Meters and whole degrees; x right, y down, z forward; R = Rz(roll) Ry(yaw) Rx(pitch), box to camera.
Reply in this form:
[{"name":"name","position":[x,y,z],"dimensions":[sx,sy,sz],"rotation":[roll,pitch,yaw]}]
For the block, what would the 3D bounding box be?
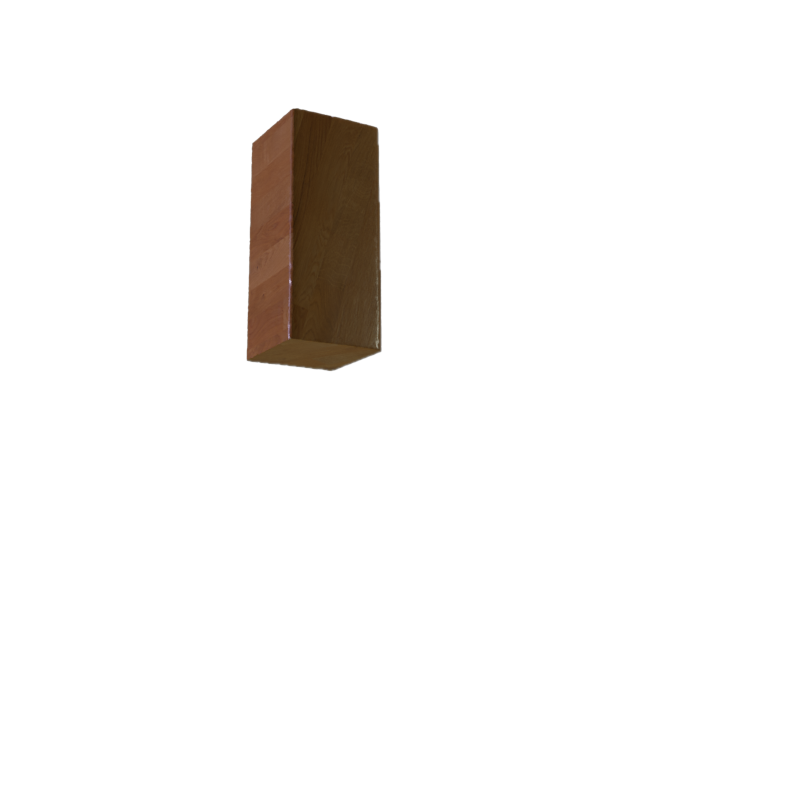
[{"name":"block","position":[-0.076,-0.140,0.978],"dimensions":[0.086,0.215,0.091],"rotation":[9,-20,-29]}]
